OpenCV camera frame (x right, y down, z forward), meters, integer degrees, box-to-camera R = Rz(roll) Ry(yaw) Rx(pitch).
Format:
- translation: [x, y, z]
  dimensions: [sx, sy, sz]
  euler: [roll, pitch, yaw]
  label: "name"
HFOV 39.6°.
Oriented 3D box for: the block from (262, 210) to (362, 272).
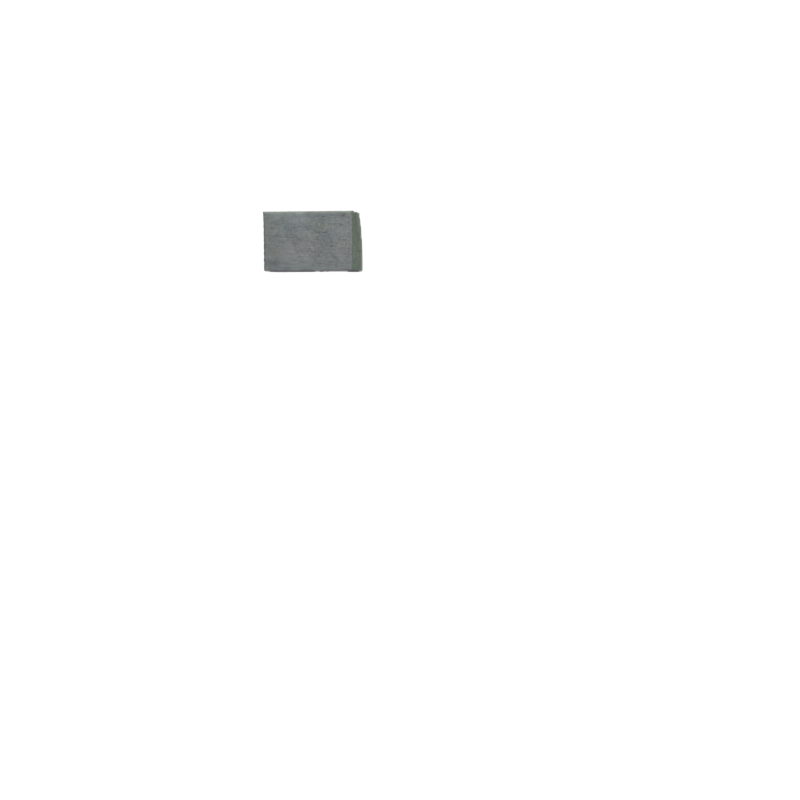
- translation: [-0.074, -0.134, 0.942]
  dimensions: [0.079, 0.051, 0.052]
  euler: [1, 2, 9]
  label: "block"
